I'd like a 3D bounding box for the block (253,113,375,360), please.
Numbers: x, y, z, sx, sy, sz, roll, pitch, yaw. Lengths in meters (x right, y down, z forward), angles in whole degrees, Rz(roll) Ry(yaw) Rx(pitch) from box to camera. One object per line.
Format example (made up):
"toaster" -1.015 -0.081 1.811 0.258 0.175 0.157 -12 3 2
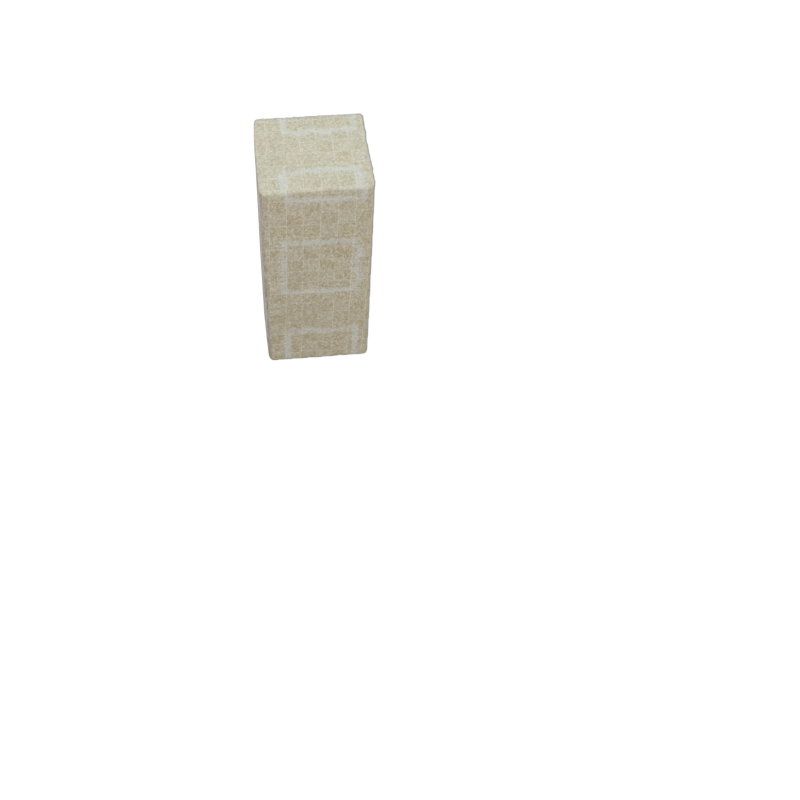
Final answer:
"block" -0.074 -0.133 0.936 0.090 0.097 0.192 -3 -39 -6
